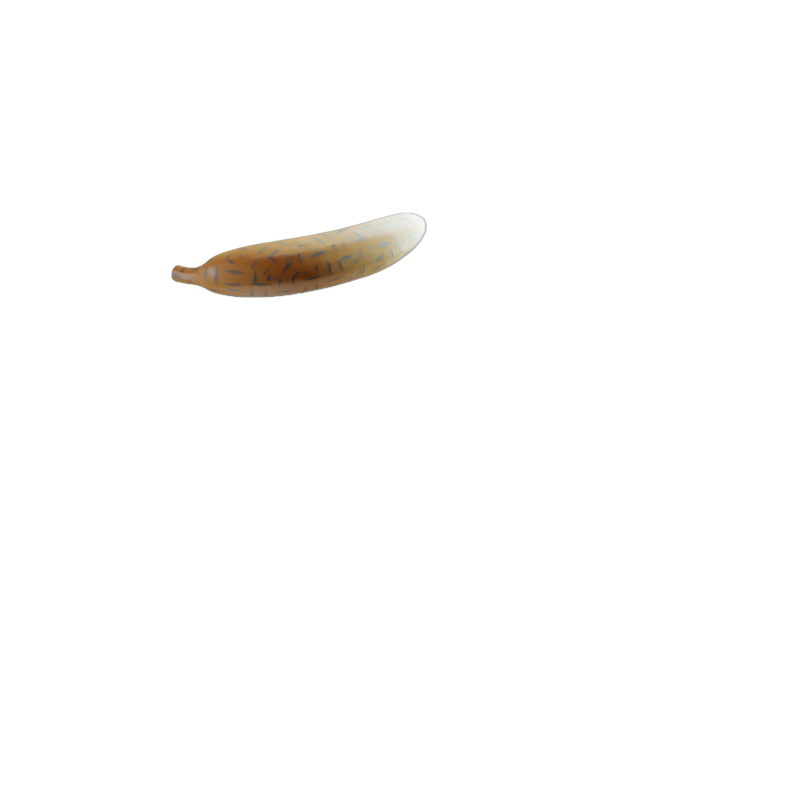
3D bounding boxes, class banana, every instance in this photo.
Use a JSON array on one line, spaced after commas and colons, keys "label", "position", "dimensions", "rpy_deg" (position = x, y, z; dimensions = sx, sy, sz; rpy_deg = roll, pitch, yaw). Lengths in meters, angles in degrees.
[{"label": "banana", "position": [-0.057, -0.103, 0.776], "dimensions": [0.194, 0.035, 0.075], "rpy_deg": [-13, 32, -22]}]
